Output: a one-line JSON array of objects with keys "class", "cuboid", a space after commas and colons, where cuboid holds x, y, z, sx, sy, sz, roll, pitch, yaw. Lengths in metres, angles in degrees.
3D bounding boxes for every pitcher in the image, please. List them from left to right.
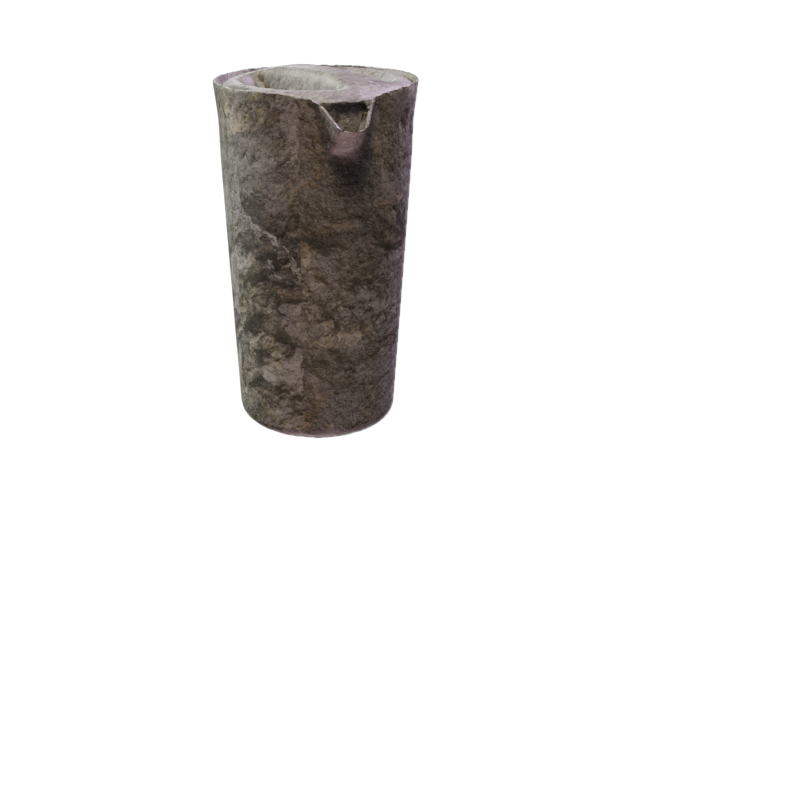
[{"class": "pitcher", "cuboid": [-0.060, -0.109, 0.762, 0.151, 0.233, 0.150, 10, 22, 24]}]
